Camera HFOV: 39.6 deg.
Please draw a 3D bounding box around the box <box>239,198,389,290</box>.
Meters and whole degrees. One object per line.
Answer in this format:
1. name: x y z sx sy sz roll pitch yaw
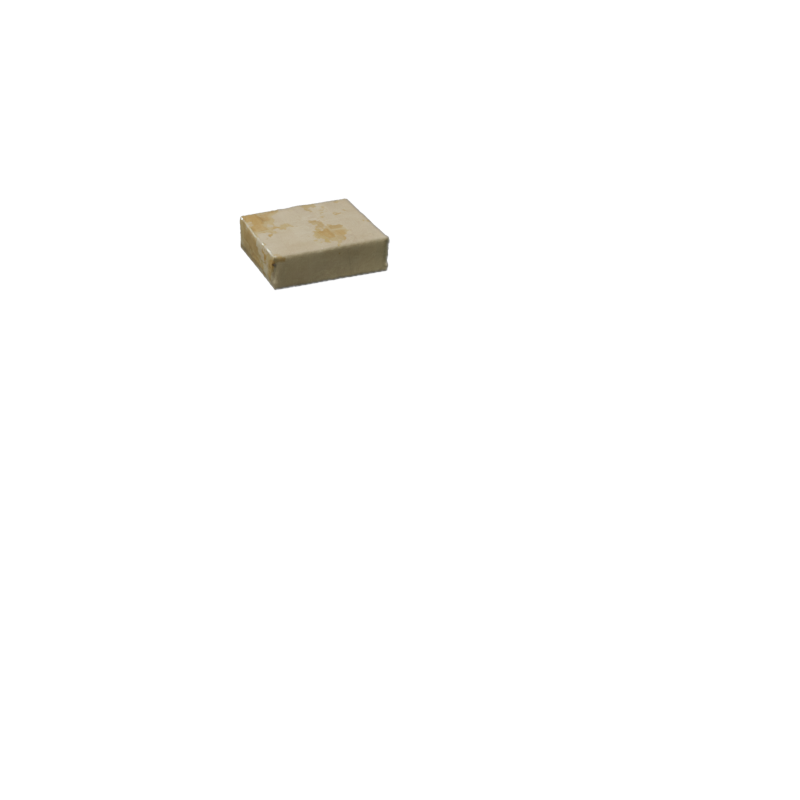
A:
1. box: -0.062 -0.114 0.798 0.088 0.028 0.079 -13 34 -20
